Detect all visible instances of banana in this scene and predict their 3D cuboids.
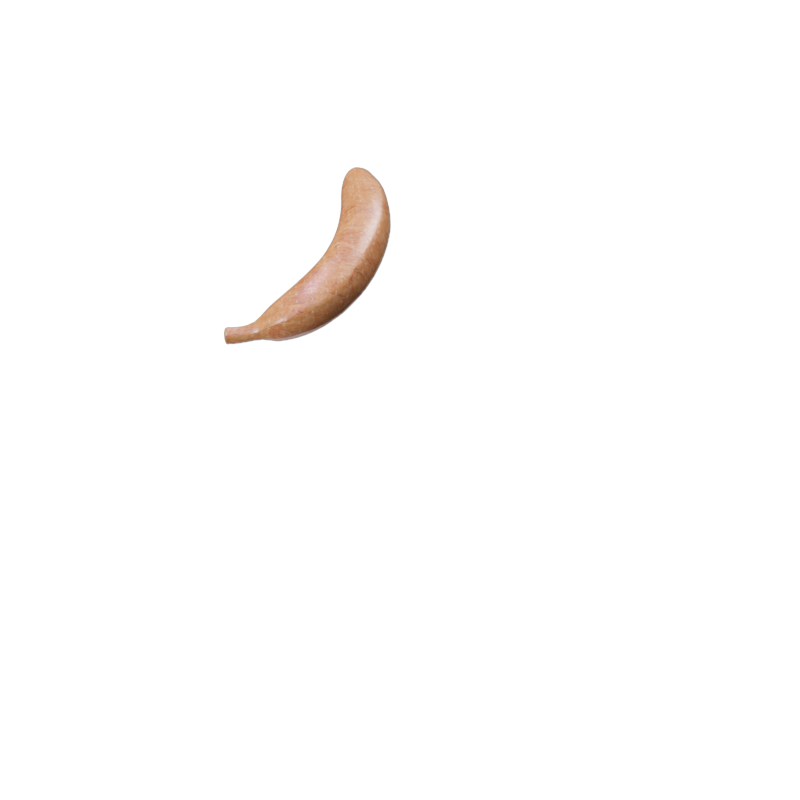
[{"bbox_3d":[-0.046,-0.102,0.771,0.072,0.034,0.205,18,48,16],"label":"banana"}]
